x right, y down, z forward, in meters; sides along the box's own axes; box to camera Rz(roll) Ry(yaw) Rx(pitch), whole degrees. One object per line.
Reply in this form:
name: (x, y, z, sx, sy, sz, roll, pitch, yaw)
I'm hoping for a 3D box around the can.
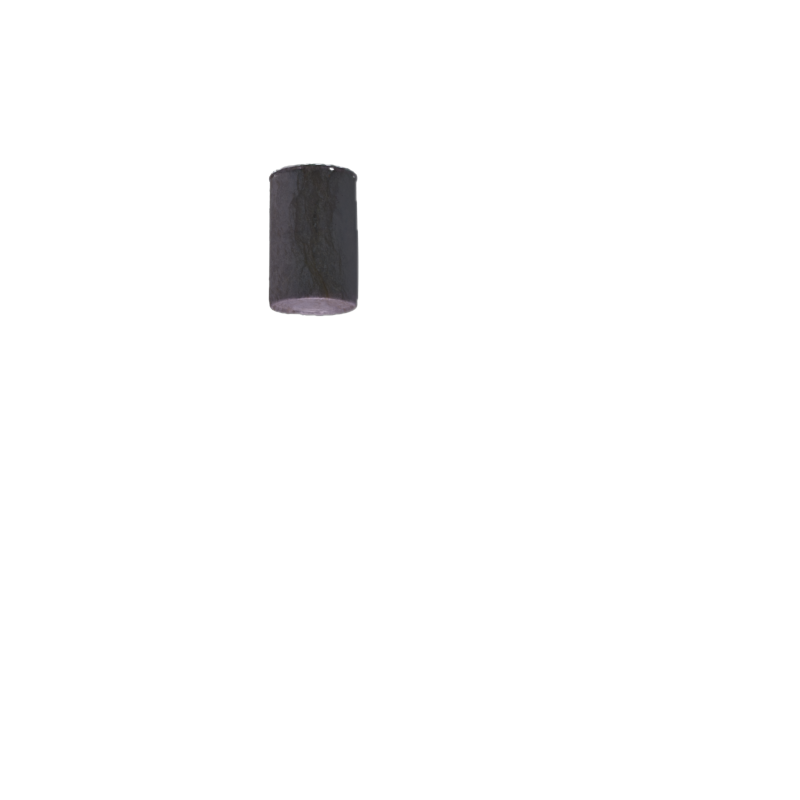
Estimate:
can: (-0.065, -0.119, 0.834, 0.068, 0.106, 0.066, 0, -12, -2)
